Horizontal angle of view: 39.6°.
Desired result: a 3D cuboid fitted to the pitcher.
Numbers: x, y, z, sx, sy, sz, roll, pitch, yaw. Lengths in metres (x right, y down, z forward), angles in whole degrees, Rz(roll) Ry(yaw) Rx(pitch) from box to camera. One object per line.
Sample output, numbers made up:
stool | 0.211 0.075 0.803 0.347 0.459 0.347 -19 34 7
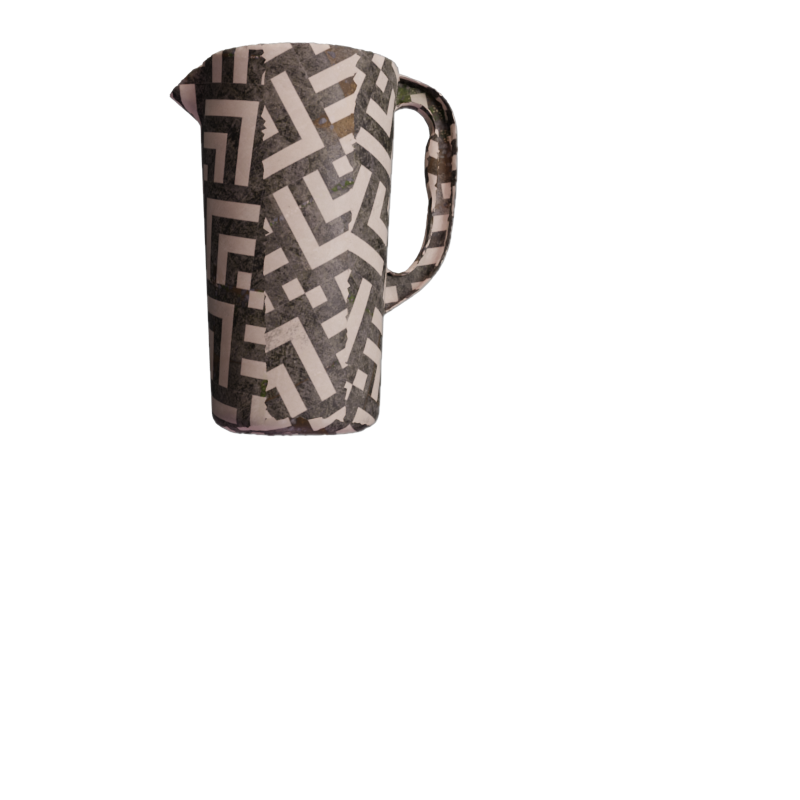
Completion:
pitcher | -0.057 -0.103 0.722 0.154 0.246 0.139 -2 -3 35
